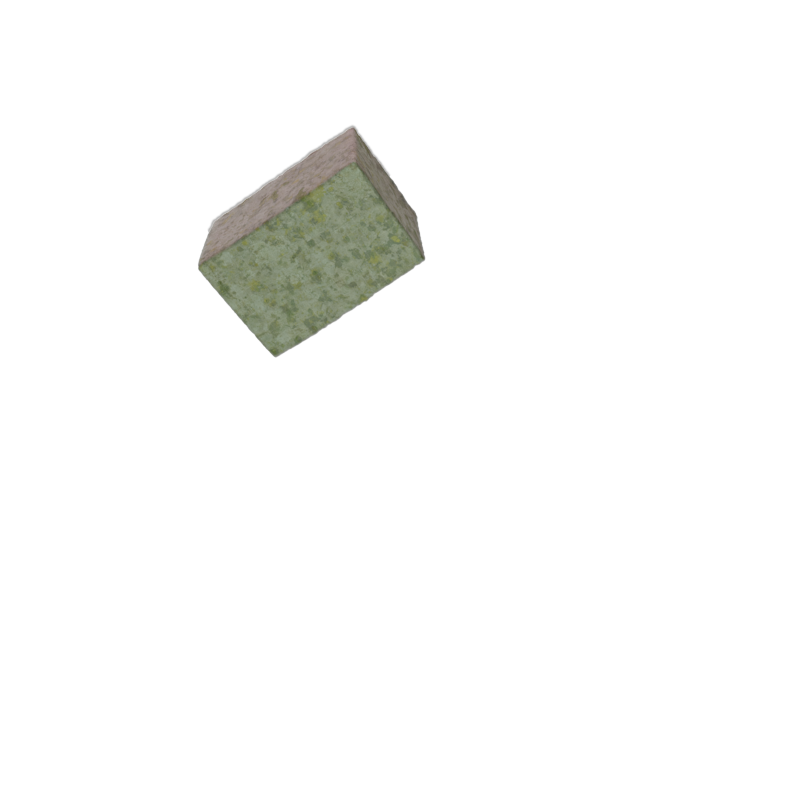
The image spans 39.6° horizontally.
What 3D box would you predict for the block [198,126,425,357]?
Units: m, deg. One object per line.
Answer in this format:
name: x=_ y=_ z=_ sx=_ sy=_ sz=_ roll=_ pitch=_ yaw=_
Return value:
block: x=-0.036 y=-0.066 z=0.462 sx=0.078 sy=0.050 sz=0.054 roll=-32 pitch=22 yaw=12
